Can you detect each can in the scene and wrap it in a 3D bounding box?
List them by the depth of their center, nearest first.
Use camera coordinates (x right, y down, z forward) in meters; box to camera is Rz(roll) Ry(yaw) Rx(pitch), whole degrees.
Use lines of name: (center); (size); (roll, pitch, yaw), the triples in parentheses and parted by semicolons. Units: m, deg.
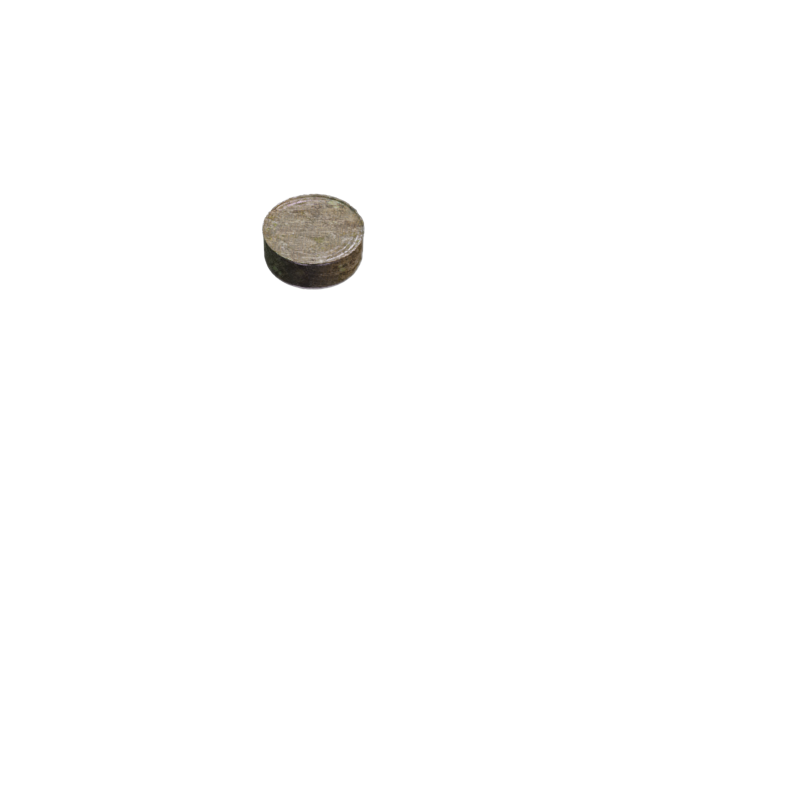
can: (-0.073, -0.134, 0.936); (0.086, 0.092, 0.031); (-1, -42, -1)
